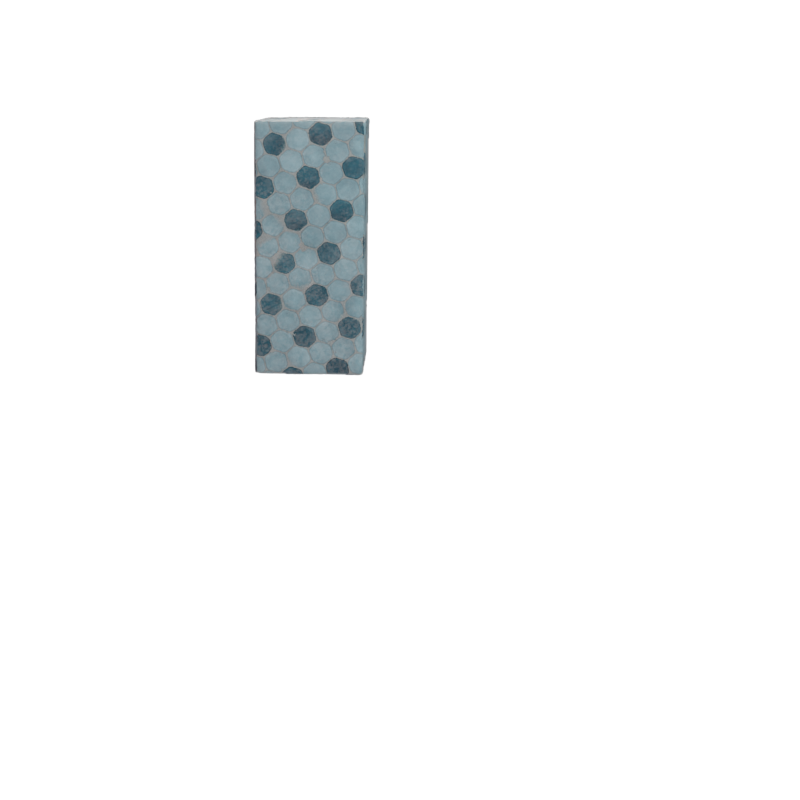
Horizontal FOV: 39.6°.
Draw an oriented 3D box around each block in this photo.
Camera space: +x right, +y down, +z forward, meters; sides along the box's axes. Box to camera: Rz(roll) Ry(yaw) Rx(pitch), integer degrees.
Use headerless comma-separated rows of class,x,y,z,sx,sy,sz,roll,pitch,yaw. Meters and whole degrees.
block,-0.072,-0.133,0.930,0.091,0.202,0.092,1,9,3
